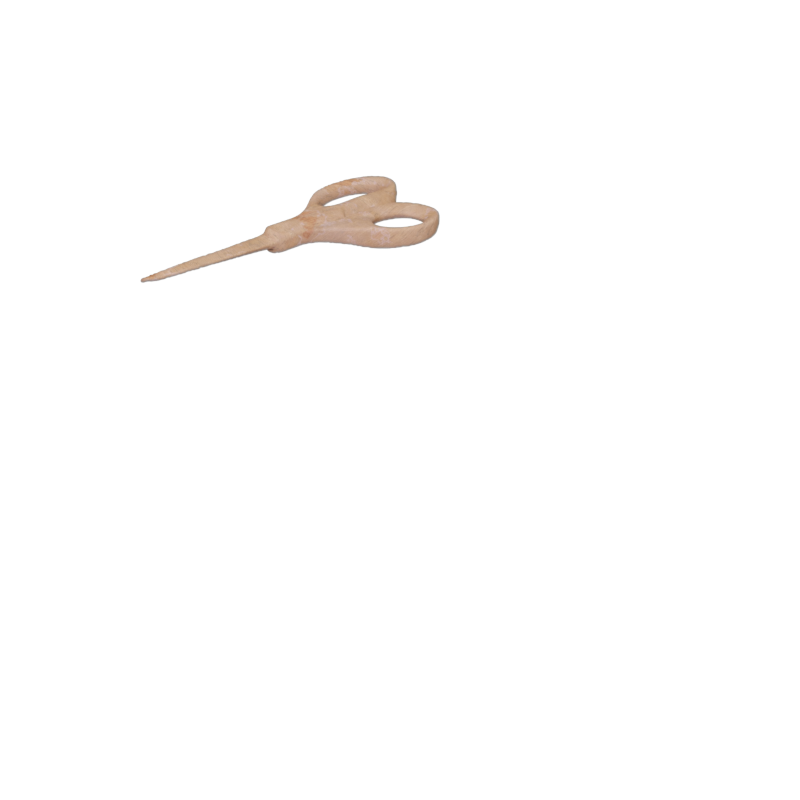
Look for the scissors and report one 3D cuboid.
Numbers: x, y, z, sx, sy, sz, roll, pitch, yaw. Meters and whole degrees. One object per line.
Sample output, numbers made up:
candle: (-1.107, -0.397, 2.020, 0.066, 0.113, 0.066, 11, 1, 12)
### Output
scissors: (-0.053, -0.096, 0.675, 0.101, 0.015, 0.203, 20, 37, 28)
